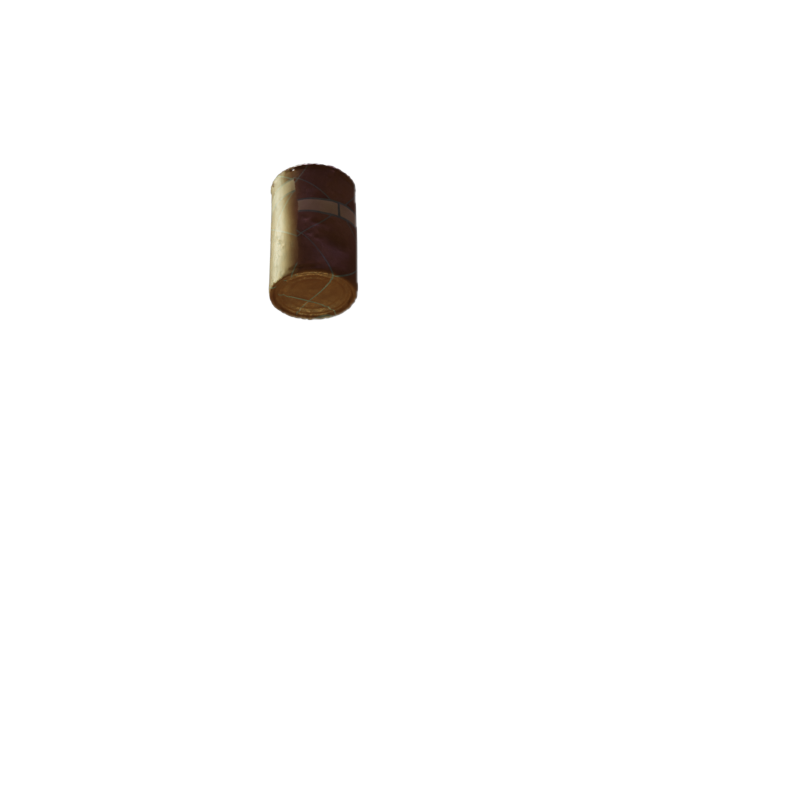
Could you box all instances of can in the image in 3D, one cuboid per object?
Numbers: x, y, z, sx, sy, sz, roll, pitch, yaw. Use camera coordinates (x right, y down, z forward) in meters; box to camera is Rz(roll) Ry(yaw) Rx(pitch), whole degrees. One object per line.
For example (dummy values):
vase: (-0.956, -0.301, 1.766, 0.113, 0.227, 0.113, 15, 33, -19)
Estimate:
can: (-0.067, -0.122, 0.851, 0.068, 0.109, 0.064, -1, -33, -2)
